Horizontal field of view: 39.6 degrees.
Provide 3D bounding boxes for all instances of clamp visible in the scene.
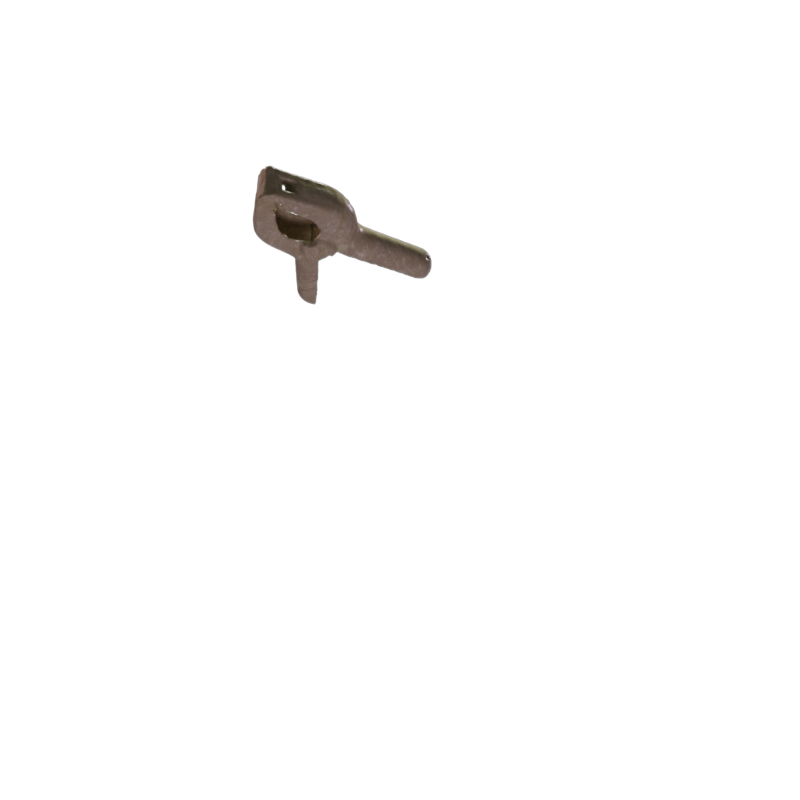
[{"bbox_3d":[-0.068,-0.125,0.873,0.121,0.042,0.159,-23,-39,31],"label":"clamp"}]
